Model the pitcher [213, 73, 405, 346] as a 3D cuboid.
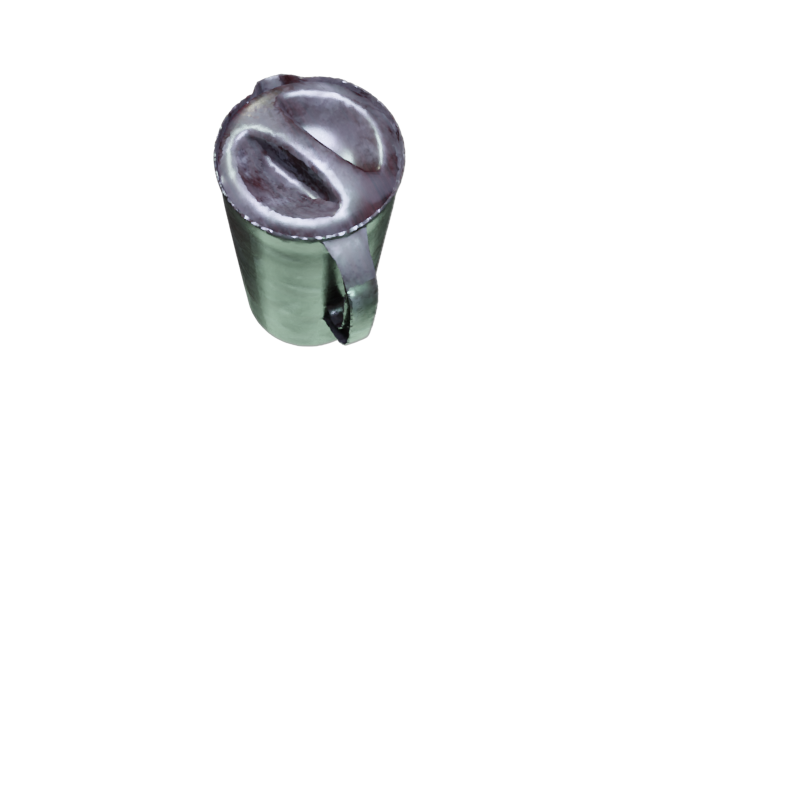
[{"bbox_3d":[-0.068,-0.123,0.862,0.147,0.155,0.231,21,-22,5],"label":"pitcher"}]
